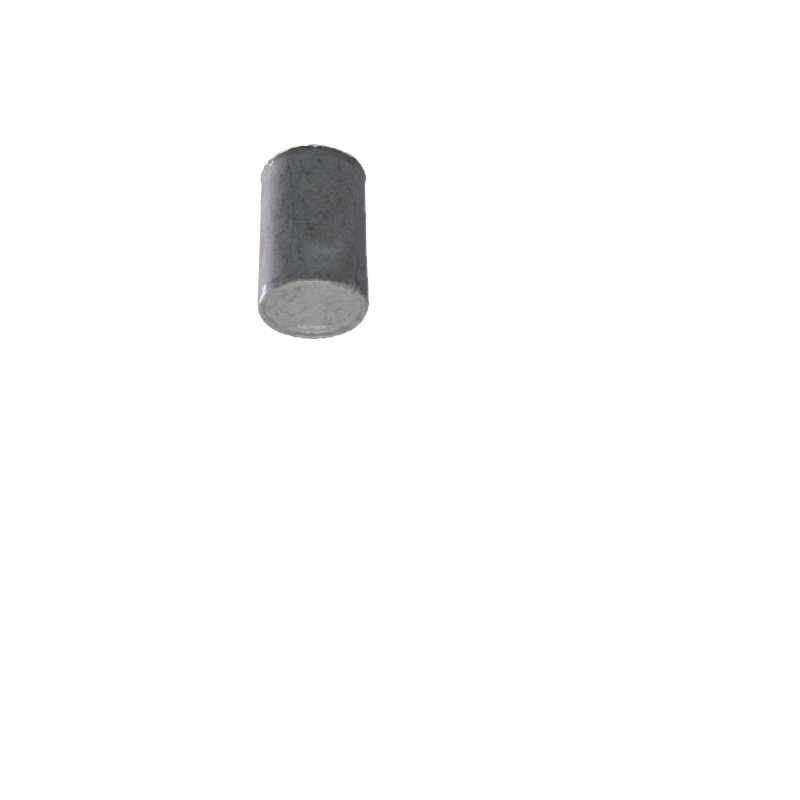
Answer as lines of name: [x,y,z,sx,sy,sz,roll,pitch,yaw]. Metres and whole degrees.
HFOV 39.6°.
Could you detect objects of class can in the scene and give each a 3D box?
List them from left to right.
can: [-0.054,-0.098,0.687,0.068,0.109,0.064,-1,-32,-2]
